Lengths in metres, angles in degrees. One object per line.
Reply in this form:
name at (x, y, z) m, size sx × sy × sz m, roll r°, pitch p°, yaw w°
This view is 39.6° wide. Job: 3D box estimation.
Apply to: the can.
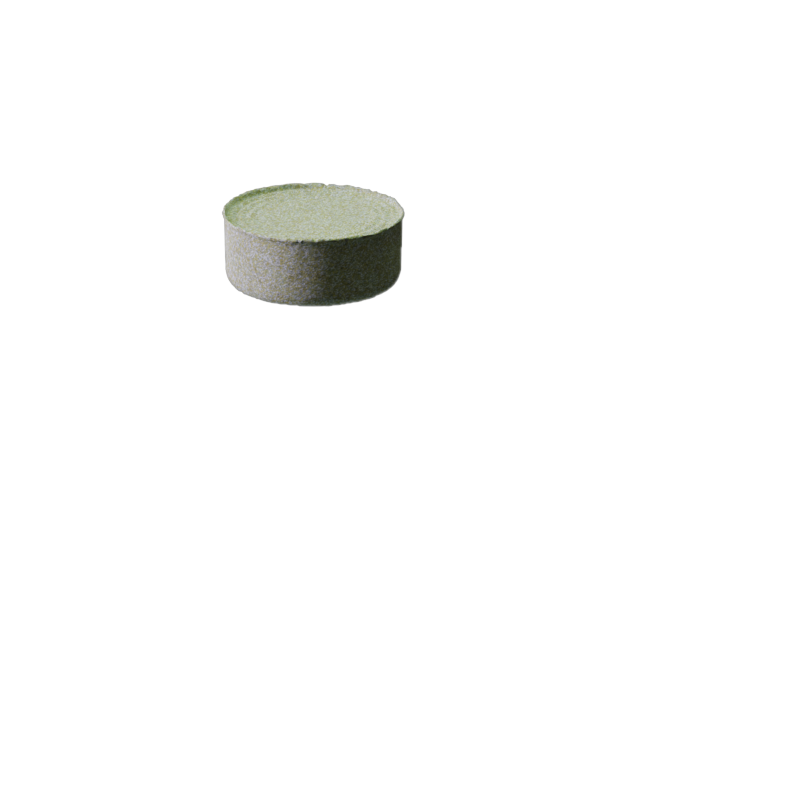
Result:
can at (-0.041, -0.075, 0.528) m, size 0.086 × 0.032 × 0.091 m, roll -1°, pitch 26°, yaw -2°
